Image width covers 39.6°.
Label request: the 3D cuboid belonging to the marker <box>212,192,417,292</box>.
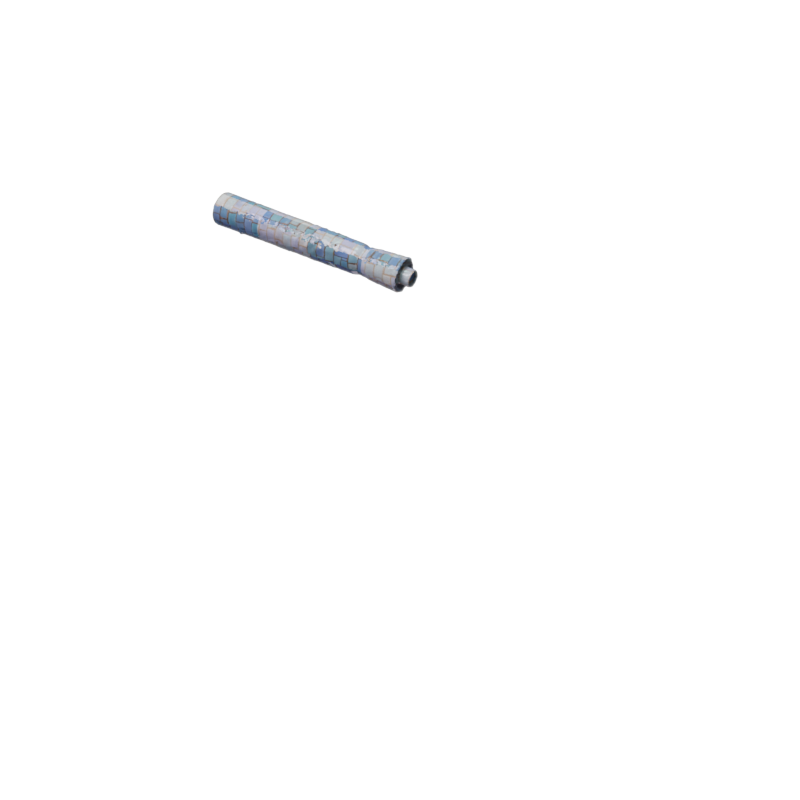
[{"bbox_3d":[-0.046,-0.083,0.584,0.127,0.019,0.019,23,14,26],"label":"marker"}]
